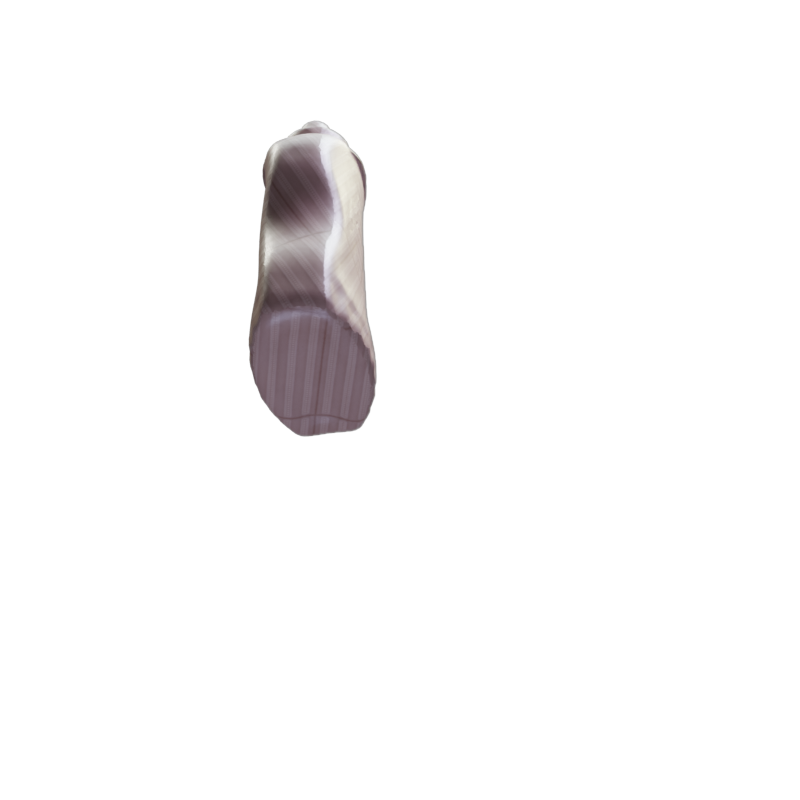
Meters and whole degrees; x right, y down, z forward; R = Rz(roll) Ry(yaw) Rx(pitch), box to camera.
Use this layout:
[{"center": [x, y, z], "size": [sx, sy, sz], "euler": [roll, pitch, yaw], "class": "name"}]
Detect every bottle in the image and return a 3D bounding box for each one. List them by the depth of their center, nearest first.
[{"center": [-0.045, -0.083, 0.583], "size": [0.059, 0.206, 0.089], "euler": [-9, -44, 6], "class": "bottle"}]
